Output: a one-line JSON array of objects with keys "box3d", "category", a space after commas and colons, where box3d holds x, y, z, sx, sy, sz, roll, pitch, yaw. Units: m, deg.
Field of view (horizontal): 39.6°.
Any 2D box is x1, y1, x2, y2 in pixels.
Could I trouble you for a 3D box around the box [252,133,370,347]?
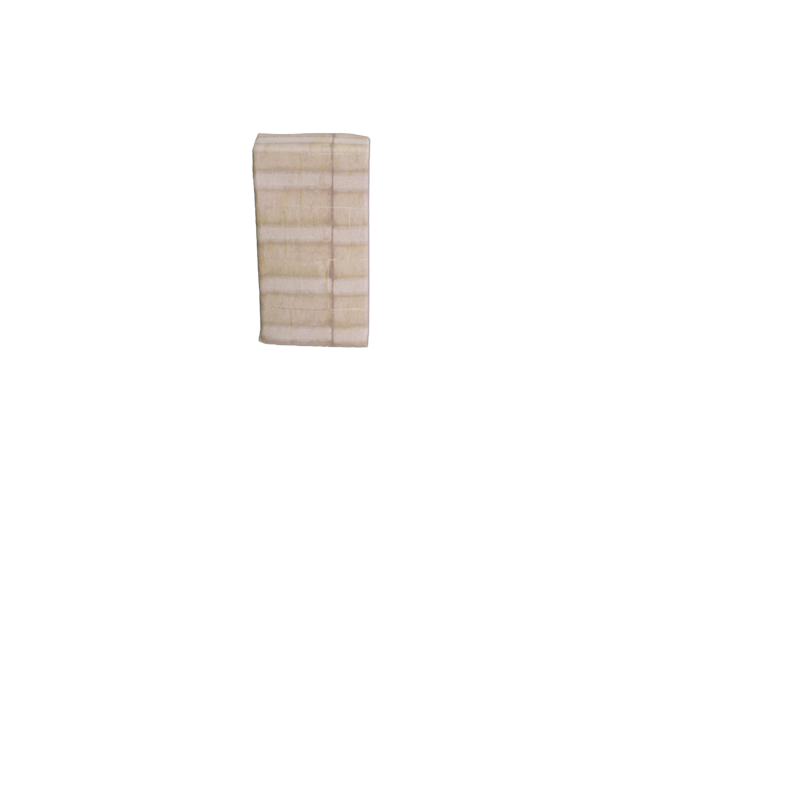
[{"box3d": [-0.071, -0.129, 0.904, 0.094, 0.167, 0.050, 2, 24, 2], "category": "box"}]
